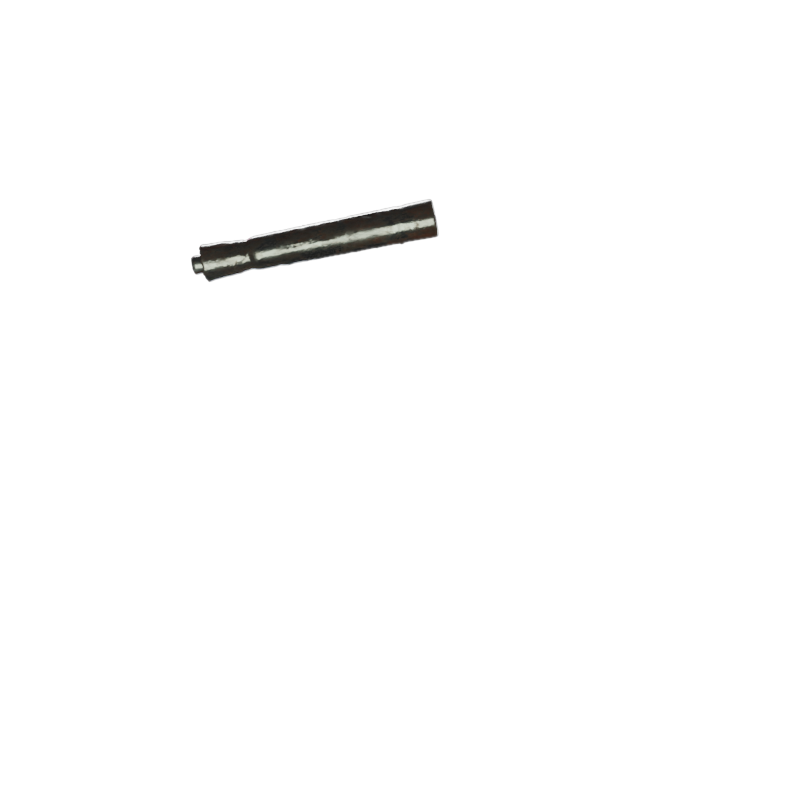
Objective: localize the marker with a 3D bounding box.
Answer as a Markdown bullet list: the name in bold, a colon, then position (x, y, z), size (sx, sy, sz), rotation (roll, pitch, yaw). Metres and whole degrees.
- **marker**: position (-0.042, -0.077, 0.541), size (0.121, 0.020, 0.020), rotation (-11, 4, 4)
